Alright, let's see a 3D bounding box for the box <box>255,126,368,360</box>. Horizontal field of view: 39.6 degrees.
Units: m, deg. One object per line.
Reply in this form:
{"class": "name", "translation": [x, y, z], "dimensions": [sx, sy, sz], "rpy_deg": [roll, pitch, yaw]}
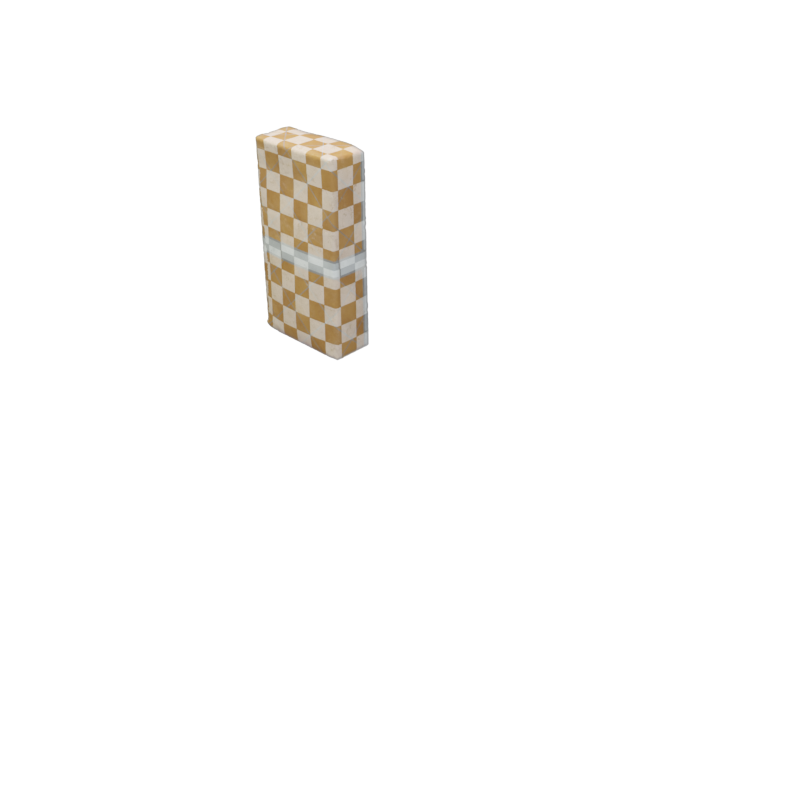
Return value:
{"class": "box", "translation": [-0.072, -0.131, 0.921], "dimensions": [0.047, 0.167, 0.099], "rpy_deg": [-20, 33, -40]}
